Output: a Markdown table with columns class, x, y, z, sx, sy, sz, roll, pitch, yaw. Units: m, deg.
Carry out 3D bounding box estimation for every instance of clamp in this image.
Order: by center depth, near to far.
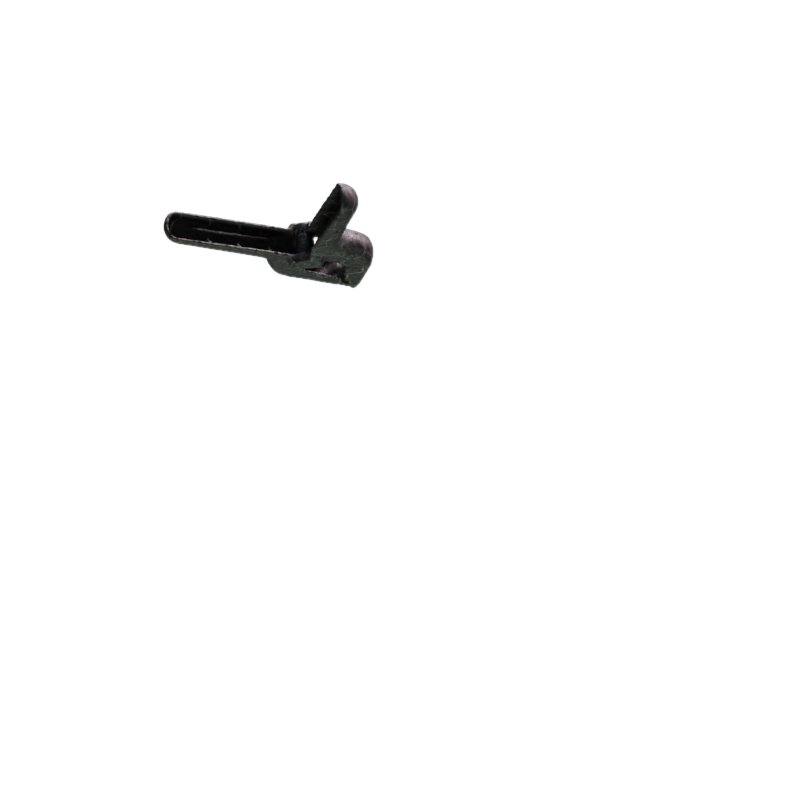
| class | x | y | z | sx | sy | sz | roll | pitch | yaw |
| --- | --- | --- | --- | --- | --- | --- | --- | --- | --- |
| clamp | -0.073 | -0.133 | 0.931 | 0.168 | 0.038 | 0.198 | -5 | -11 | 29 |
